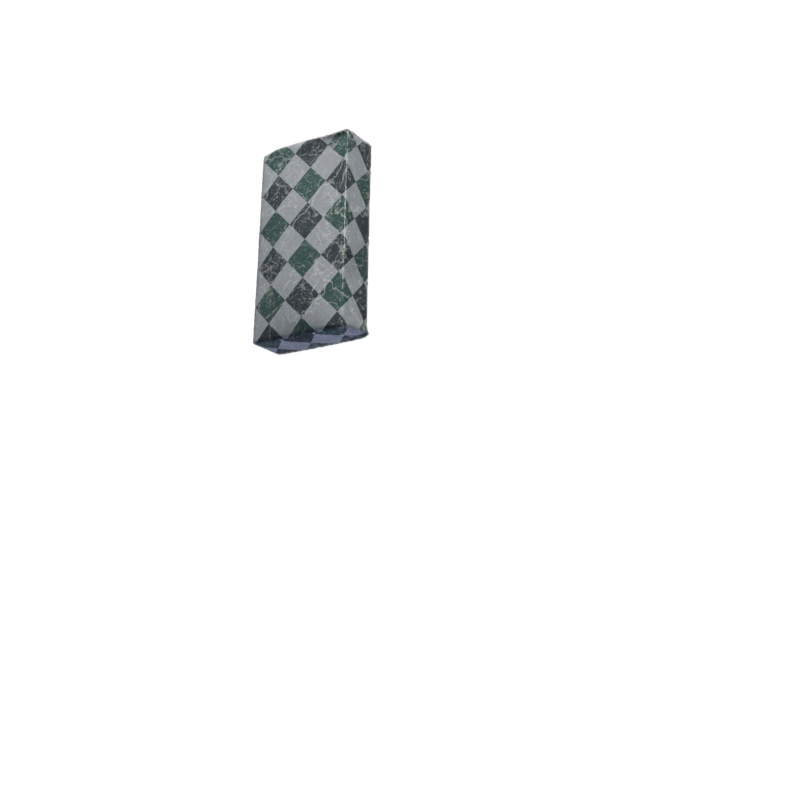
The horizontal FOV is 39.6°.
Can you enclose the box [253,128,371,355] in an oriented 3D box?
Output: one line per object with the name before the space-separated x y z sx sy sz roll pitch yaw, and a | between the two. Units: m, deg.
box | -0.073 -0.133 0.930 0.095 0.185 0.045 -13 -23 31
